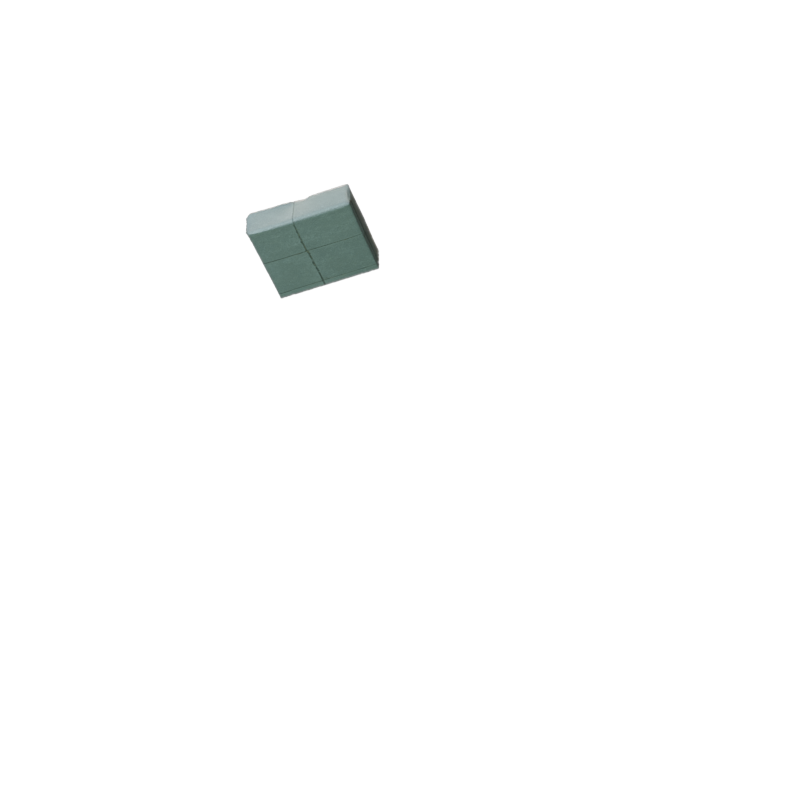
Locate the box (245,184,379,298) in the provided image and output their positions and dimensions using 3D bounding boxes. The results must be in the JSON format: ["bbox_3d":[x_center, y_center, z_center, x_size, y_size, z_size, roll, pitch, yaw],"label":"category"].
[{"bbox_3d":[-0.070,-0.128,0.894,0.090,0.067,0.032,-15,41,13],"label":"box"}]
